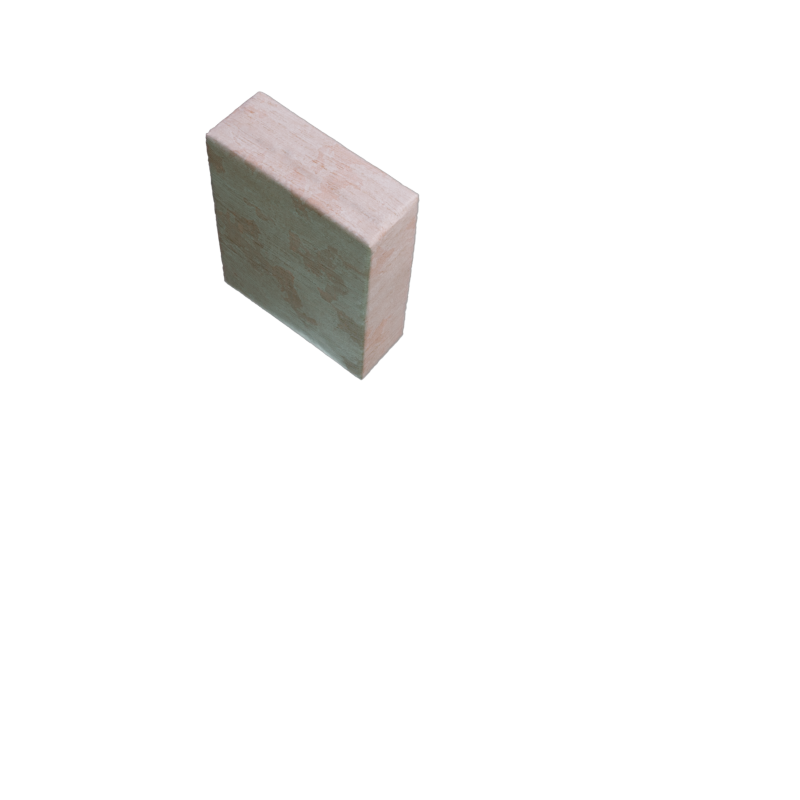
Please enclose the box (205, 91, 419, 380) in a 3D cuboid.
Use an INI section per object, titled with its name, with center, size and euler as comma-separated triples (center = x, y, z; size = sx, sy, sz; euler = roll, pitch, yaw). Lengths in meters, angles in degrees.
[box]
center = -0.072, -0.131, 0.915
size = 0.172, 0.073, 0.201
euler = 37, -25, 17
